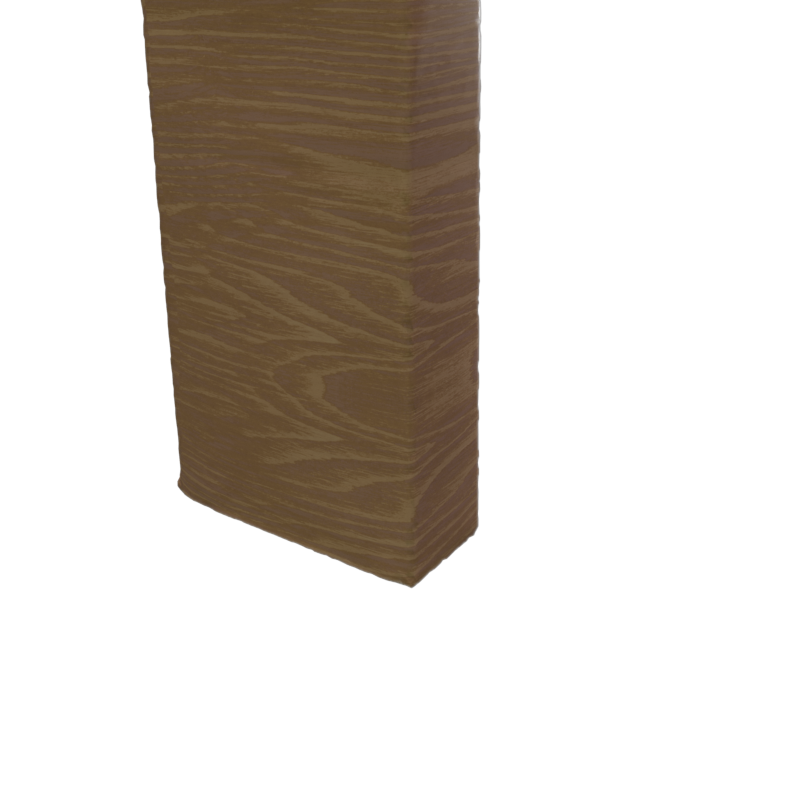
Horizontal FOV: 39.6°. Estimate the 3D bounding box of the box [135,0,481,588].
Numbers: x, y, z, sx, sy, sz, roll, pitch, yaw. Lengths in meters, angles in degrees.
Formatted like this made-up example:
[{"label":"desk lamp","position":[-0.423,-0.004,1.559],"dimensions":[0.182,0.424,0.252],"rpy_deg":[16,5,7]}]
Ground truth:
[{"label":"box","position":[-0.025,-0.046,0.320],"dimensions":[0.098,0.170,0.047],"rpy_deg":[13,20,34]}]
